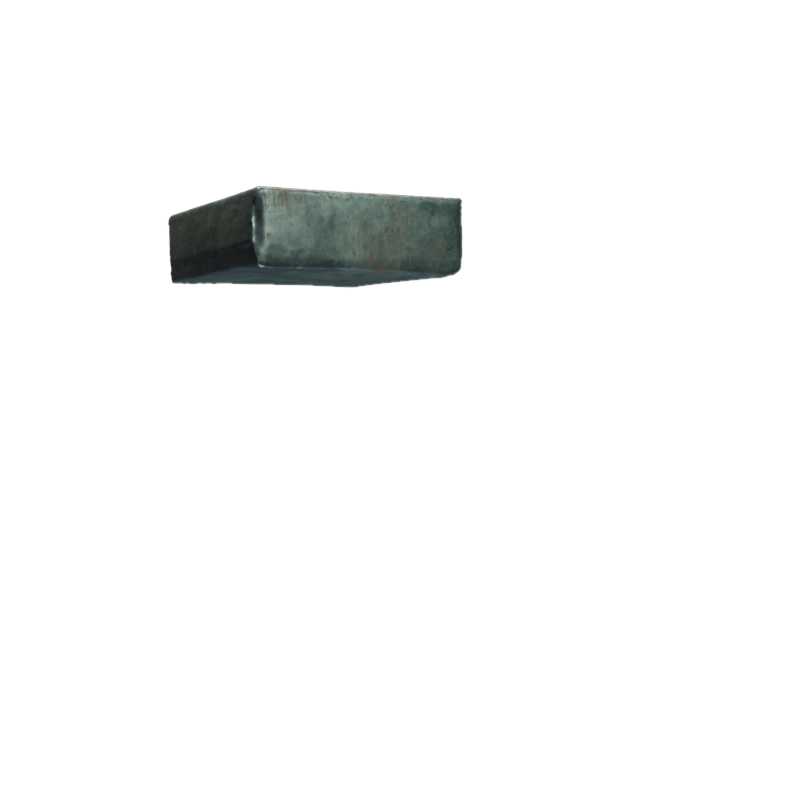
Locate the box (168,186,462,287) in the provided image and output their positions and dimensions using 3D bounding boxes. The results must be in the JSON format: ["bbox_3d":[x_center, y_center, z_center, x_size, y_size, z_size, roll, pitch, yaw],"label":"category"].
[{"bbox_3d":[-0.041,-0.075,0.523,0.109,0.039,0.092,0,0,-34],"label":"box"}]
